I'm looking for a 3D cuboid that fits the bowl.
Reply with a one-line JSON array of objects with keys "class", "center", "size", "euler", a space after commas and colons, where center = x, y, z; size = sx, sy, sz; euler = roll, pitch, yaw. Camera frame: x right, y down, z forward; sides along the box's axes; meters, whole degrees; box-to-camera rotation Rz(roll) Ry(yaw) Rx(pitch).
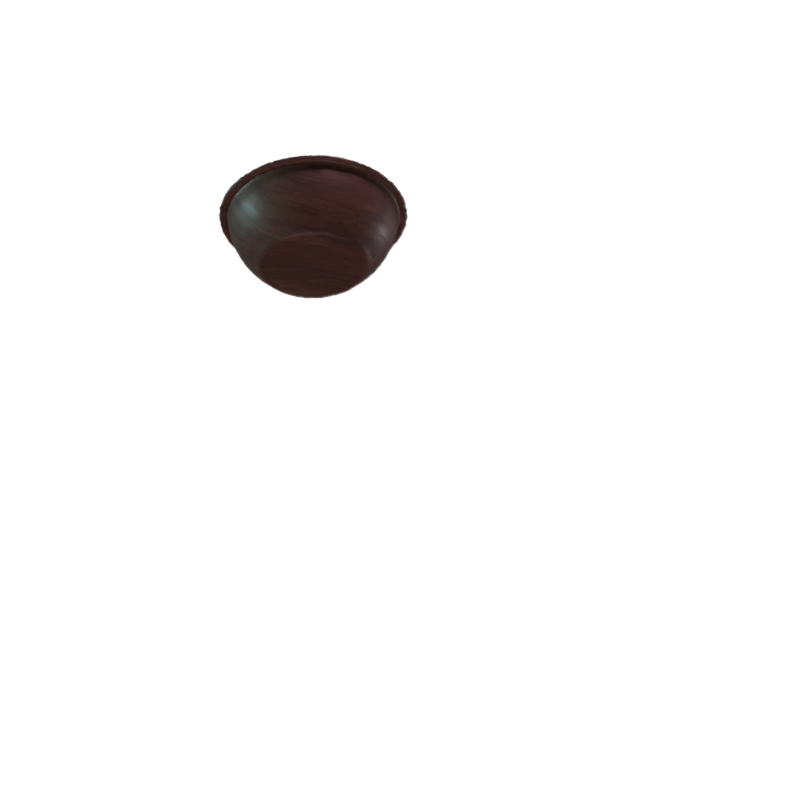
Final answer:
[{"class": "bowl", "center": [-0.073, -0.134, 0.939], "size": [0.162, 0.059, 0.152], "euler": [1, -33, -2]}]
